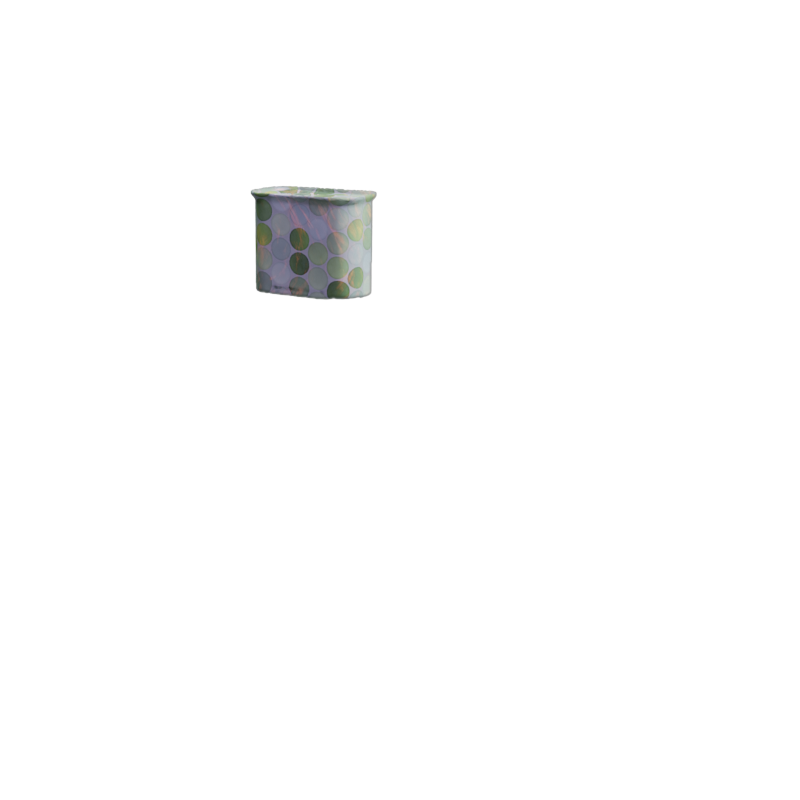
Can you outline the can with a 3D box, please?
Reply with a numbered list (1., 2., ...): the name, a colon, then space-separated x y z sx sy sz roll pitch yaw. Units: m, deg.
1. can: -0.071 -0.130 0.908 0.106 0.082 0.057 8 14 28
